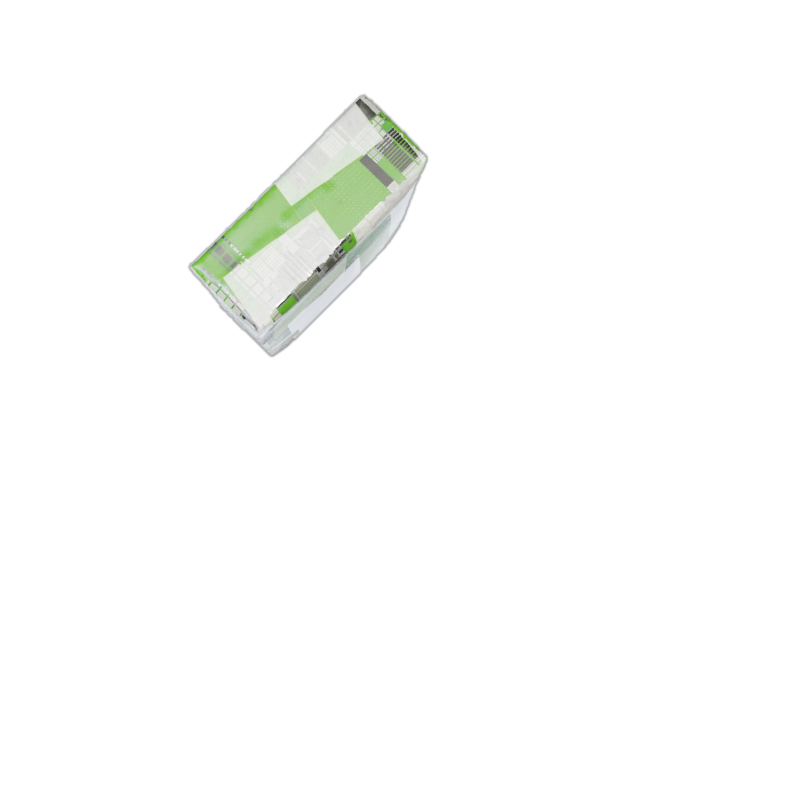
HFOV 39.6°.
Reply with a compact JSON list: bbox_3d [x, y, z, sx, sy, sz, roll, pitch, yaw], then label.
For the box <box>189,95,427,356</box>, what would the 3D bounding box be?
[{"bbox_3d":[-0.064,-0.117,0.820,0.072,0.165,0.211,44,-5,-1],"label":"box"}]
